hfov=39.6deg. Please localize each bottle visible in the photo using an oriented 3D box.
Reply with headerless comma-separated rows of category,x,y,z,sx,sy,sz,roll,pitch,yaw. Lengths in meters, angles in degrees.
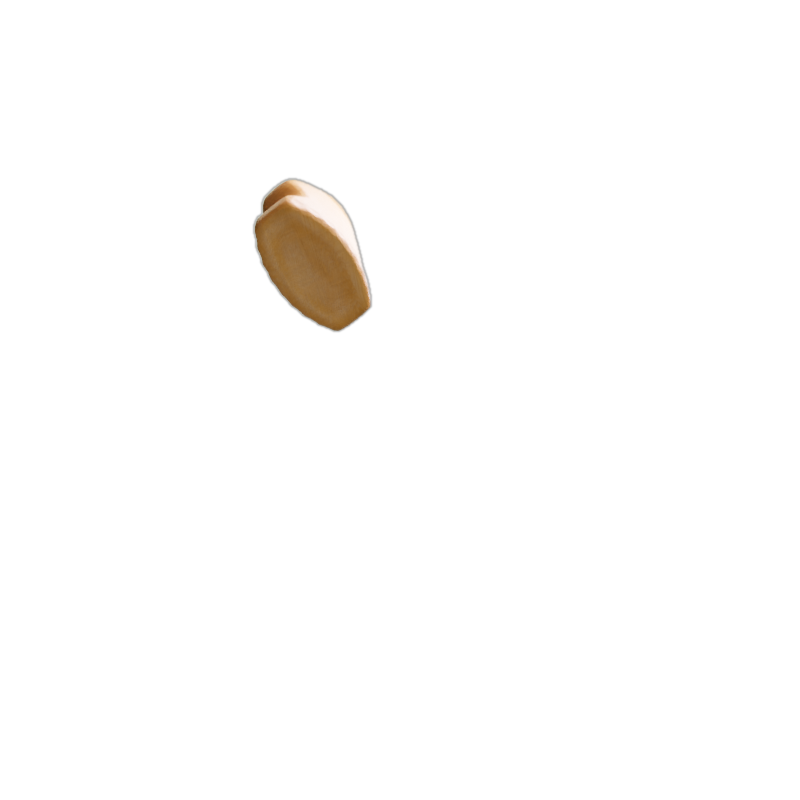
bottle,-0.065,-0.120,0.835,0.058,0.093,0.199,-39,16,9
